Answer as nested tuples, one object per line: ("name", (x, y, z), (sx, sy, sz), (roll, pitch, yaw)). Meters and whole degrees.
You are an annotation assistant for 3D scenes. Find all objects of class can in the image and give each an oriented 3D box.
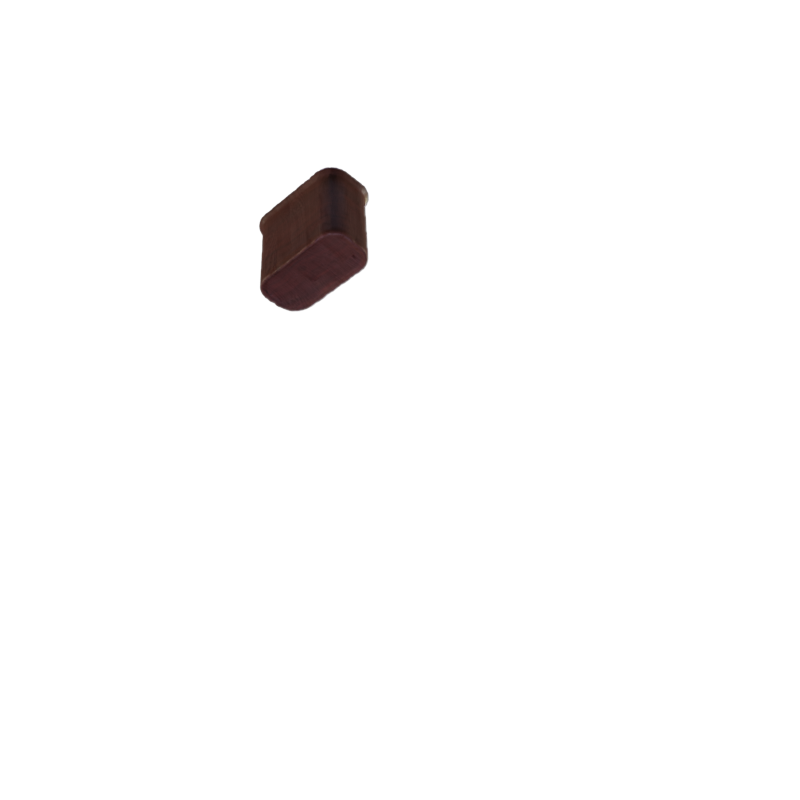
("can", (-0.074, -0.134, 0.941), (0.101, 0.090, 0.054), (-34, -53, 28))
